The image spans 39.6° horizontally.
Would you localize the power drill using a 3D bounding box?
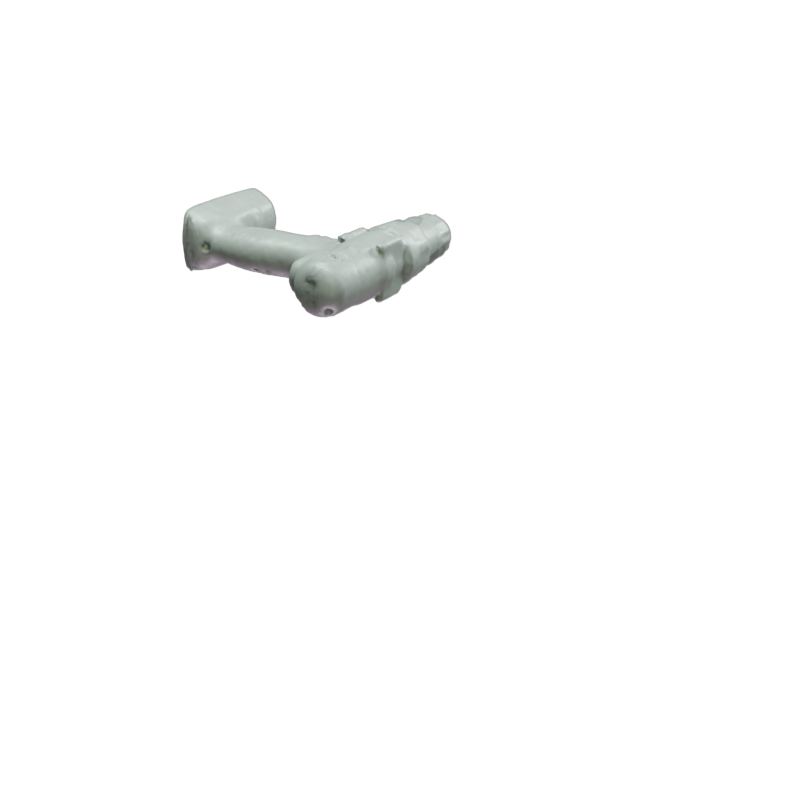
[{"bbox_3d":[-0.072,-0.132,0.923,0.197,0.055,0.183,16,28,32],"label":"power drill"}]
